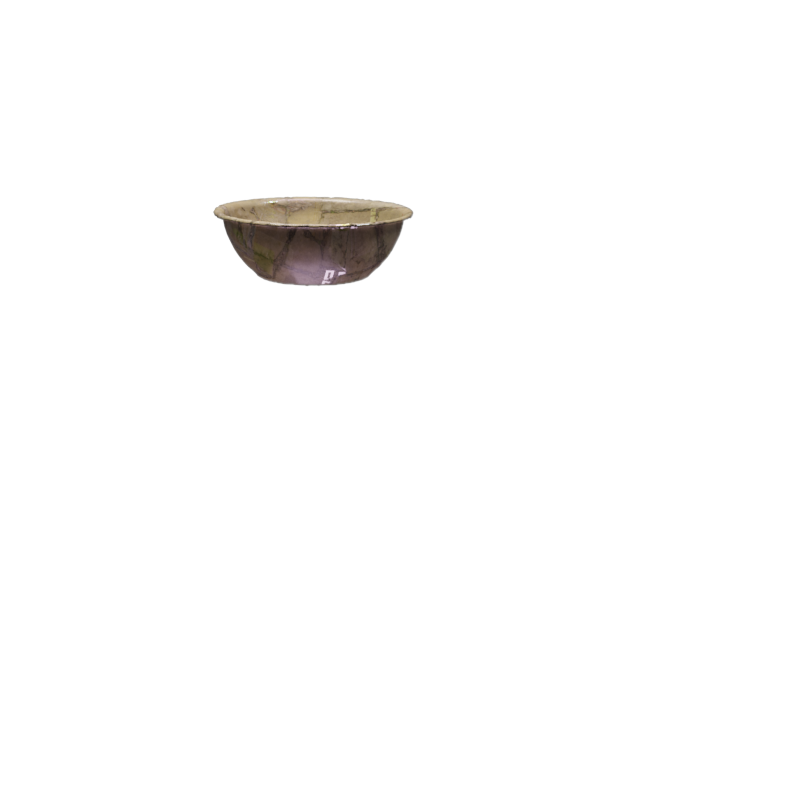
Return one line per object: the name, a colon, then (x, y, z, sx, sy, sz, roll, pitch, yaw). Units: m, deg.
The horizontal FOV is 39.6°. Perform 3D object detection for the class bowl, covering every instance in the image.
bowl: (-0.070, -0.128, 0.899, 0.162, 0.053, 0.168, -1, 17, -2)
